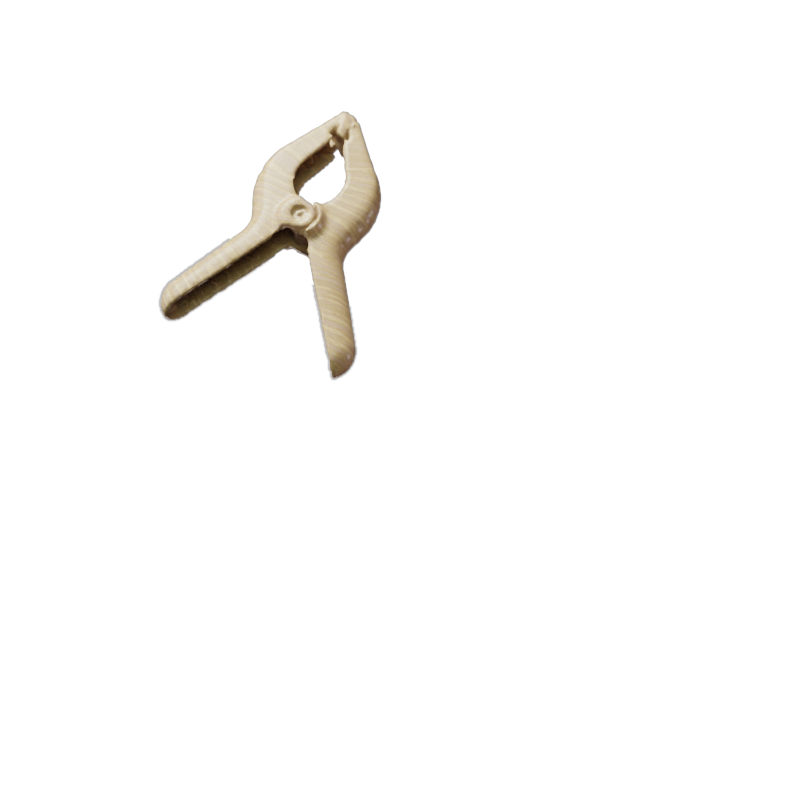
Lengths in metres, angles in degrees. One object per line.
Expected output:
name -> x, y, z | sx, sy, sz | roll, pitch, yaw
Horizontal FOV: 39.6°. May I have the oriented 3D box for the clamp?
clamp -> -0.053, -0.096, 0.671 | 0.123, 0.176, 0.037 | 28, -20, 10
